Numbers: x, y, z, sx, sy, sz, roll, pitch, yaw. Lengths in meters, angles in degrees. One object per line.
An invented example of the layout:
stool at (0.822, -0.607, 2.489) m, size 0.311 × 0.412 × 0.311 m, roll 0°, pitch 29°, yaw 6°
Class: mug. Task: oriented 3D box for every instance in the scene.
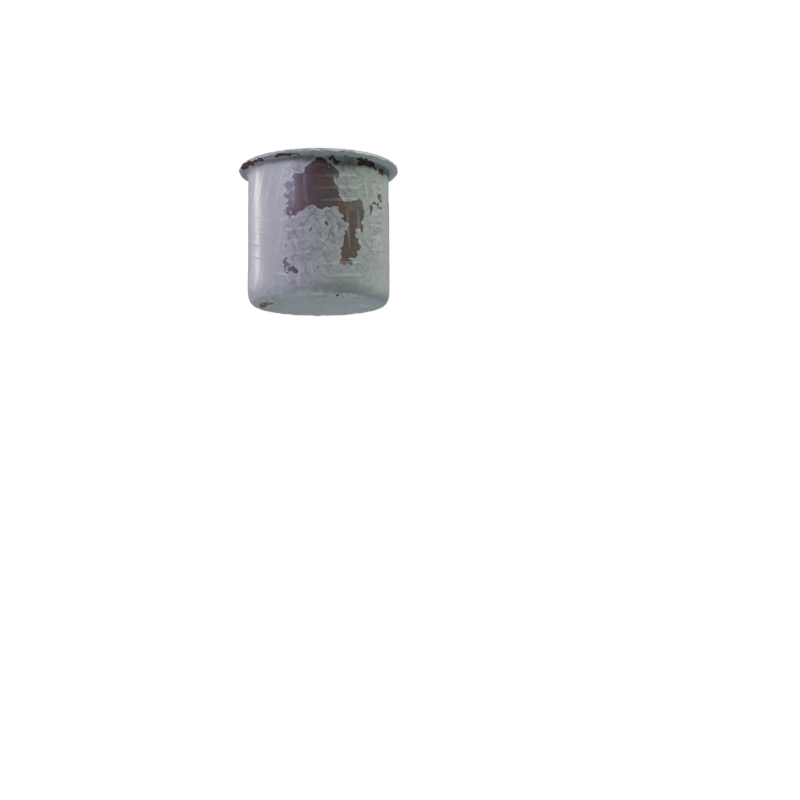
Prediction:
mug at (-0.051, -0.093, 0.653) m, size 0.091 × 0.083 × 0.117 m, roll 2°, pitch -7°, yaw -18°
